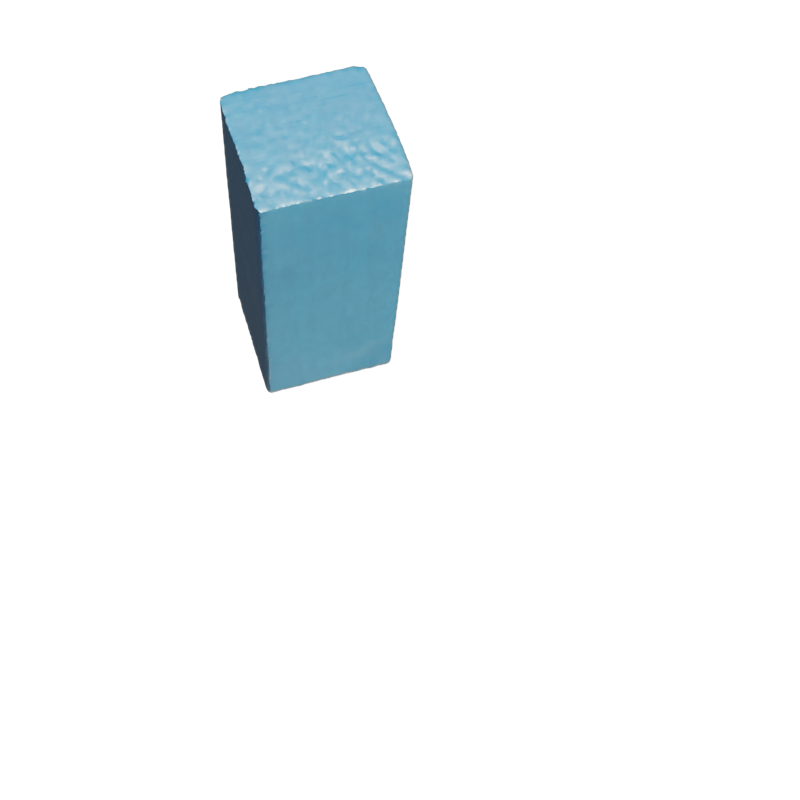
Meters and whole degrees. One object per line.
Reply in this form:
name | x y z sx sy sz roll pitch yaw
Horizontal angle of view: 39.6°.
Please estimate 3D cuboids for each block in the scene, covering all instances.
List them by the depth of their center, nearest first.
block | -0.055 -0.100 0.698 0.090 0.097 0.194 -14 -28 -11
